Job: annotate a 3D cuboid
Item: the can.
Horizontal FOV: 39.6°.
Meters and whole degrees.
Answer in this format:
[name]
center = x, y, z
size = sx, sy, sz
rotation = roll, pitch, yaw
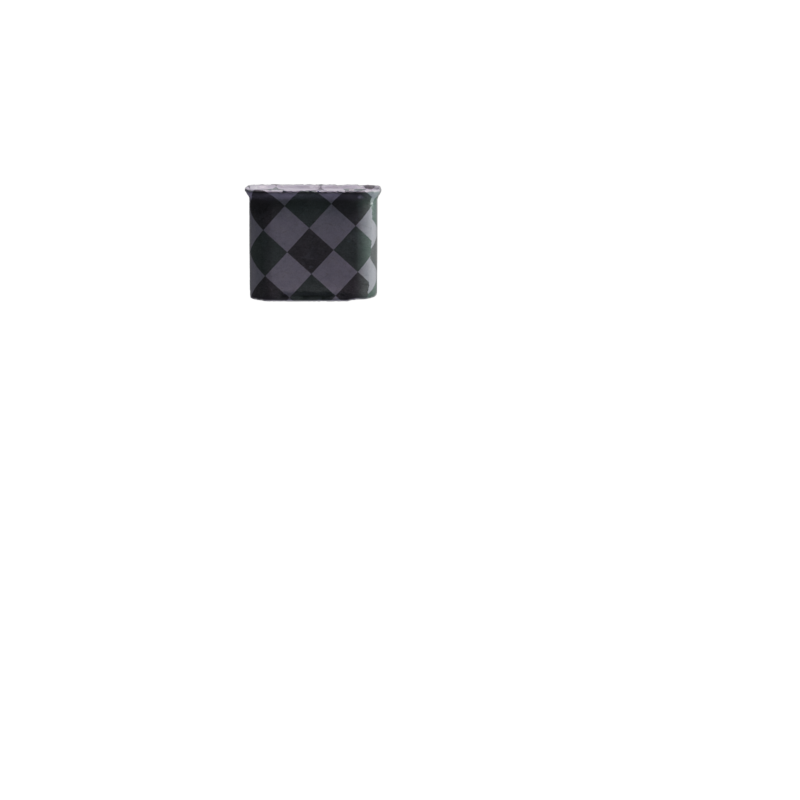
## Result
[can]
center = -0.066, -0.120, 0.838
size = 0.102, 0.082, 0.059
rotation = 0, 10, 0
